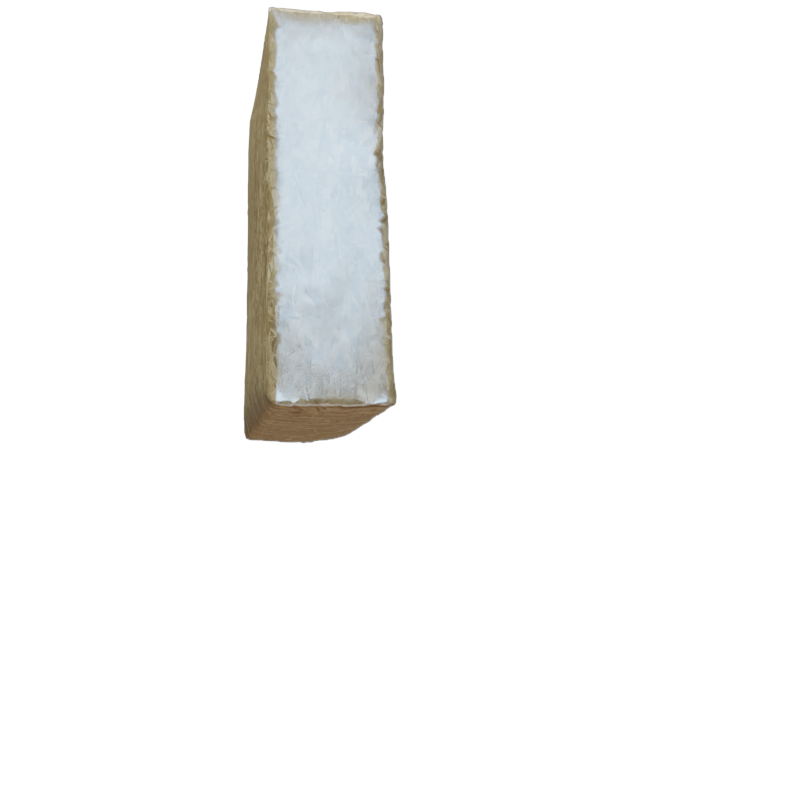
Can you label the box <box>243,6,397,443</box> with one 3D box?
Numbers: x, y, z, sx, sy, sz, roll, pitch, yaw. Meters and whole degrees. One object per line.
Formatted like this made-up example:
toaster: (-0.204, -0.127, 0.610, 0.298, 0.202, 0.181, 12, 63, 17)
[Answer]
box: (-0.050, -0.091, 0.638, 0.071, 0.222, 0.161, 2, -14, -11)
